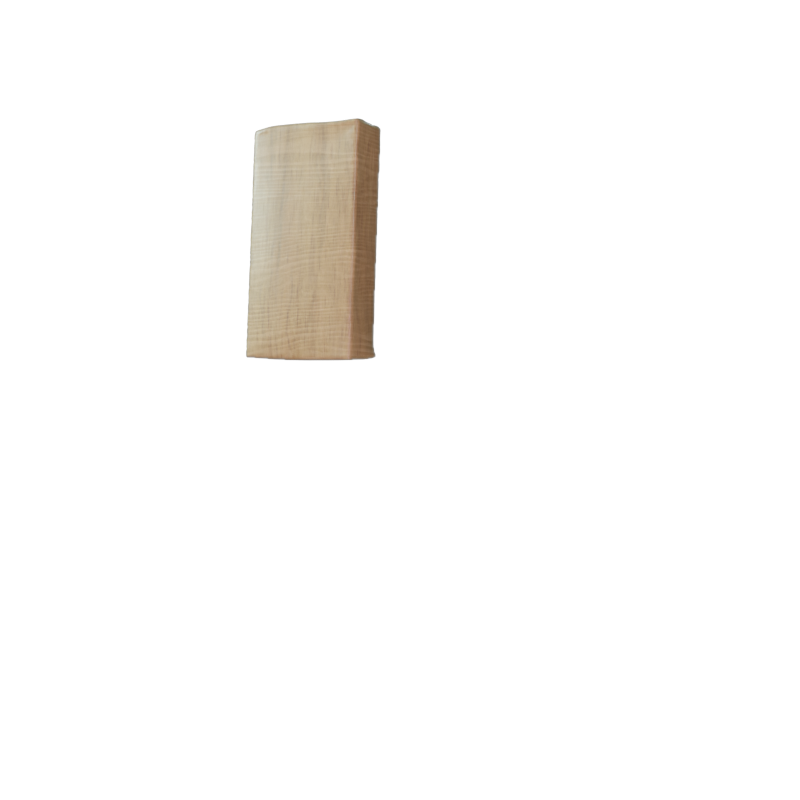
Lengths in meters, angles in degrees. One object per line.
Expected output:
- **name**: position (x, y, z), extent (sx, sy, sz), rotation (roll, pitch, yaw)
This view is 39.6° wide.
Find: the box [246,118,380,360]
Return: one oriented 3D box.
- **box**: position (-0.065, -0.119, 0.831), extent (0.096, 0.178, 0.046), rotation (-2, -5, 28)
